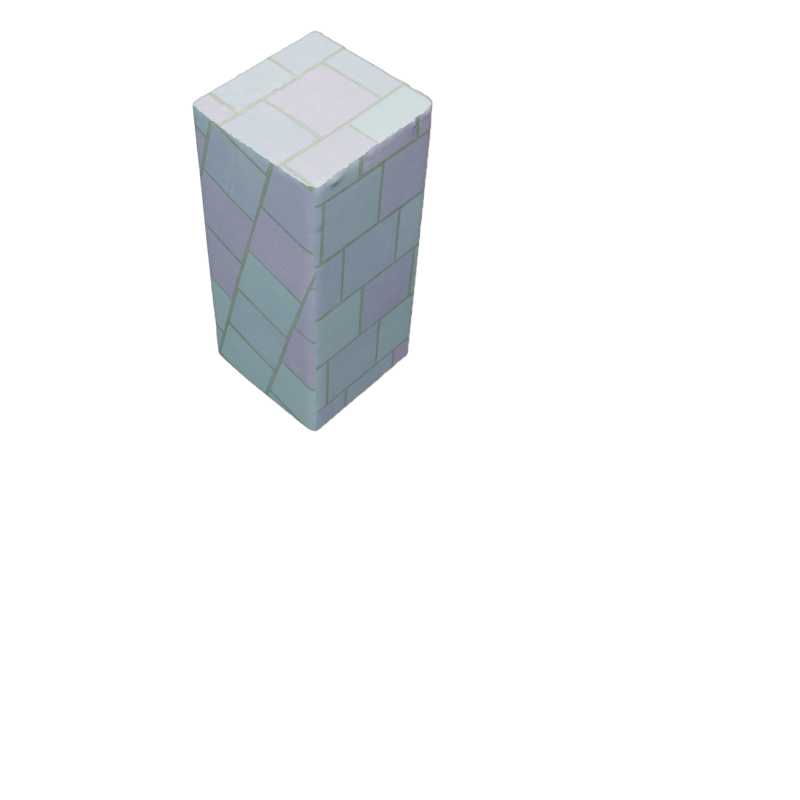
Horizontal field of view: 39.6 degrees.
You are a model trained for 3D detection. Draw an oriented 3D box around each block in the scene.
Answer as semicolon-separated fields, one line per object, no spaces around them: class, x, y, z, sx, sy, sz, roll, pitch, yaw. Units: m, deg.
block;-0.049;-0.089;0.630;0.096;0.192;0.092;38;58;24
